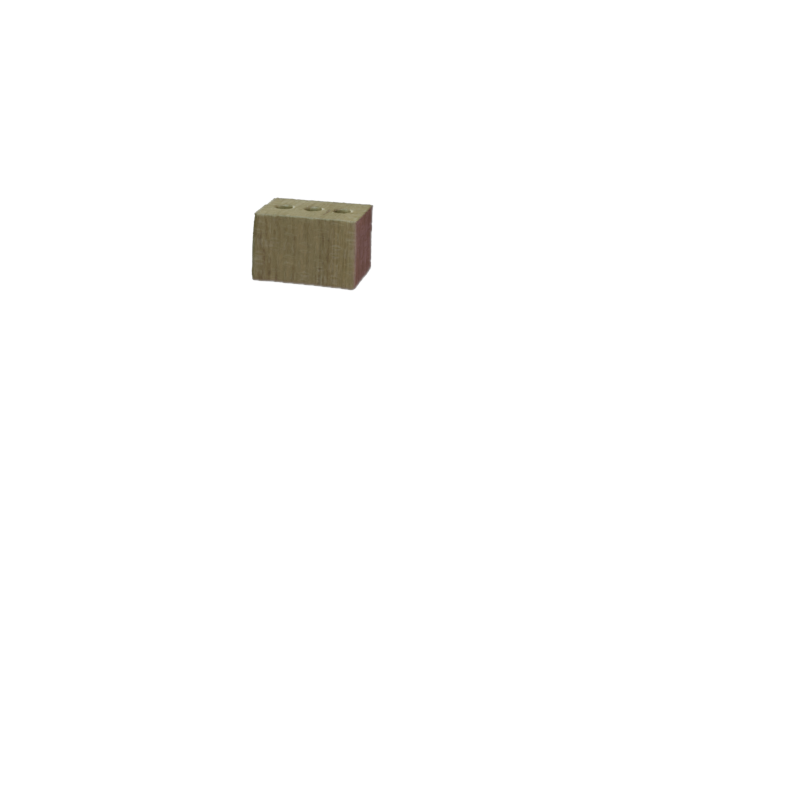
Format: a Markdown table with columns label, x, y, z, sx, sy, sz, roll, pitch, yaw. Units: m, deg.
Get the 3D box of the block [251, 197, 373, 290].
| label | x | y | z | sx | sy | sz | roll | pitch | yaw |
| --- | --- | --- | --- | --- | --- | --- | --- | --- | --- |
| block | -0.063 | -0.115 | 0.804 | 0.080 | 0.049 | 0.054 | 6 | 21 | 14 |
